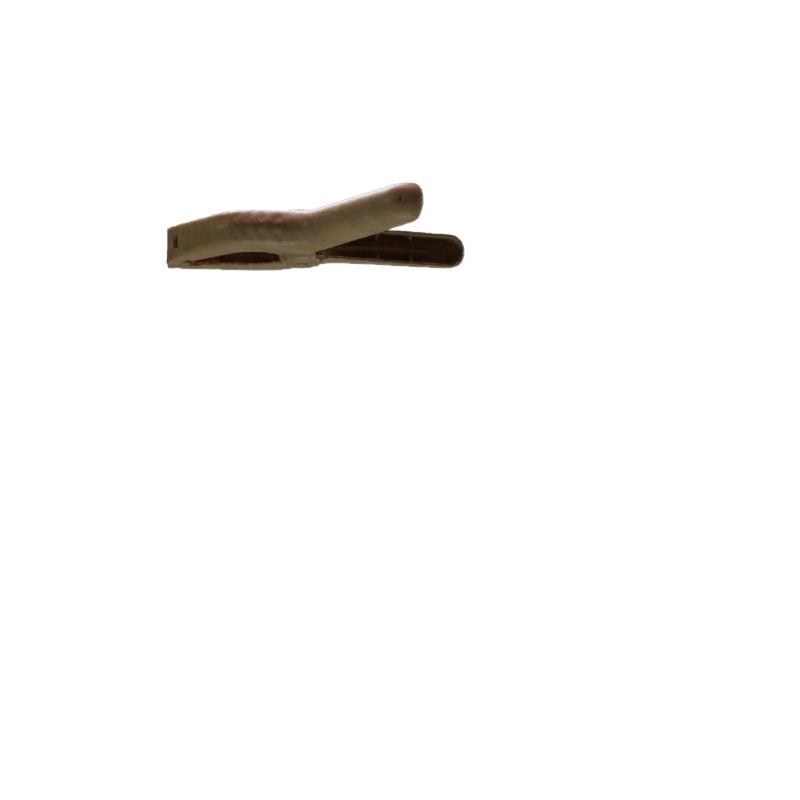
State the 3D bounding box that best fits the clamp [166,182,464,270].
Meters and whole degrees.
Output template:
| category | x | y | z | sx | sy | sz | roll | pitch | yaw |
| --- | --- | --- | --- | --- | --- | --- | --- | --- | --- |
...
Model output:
| category | x | y | z | sx | sy | sz | roll | pitch | yaw |
| --- | --- | --- | --- | --- | --- | --- | --- | --- | --- |
| clamp | -0.061 | -0.111 | 0.776 | 0.215 | 0.037 | 0.157 | -3 | -7 | 22 |
